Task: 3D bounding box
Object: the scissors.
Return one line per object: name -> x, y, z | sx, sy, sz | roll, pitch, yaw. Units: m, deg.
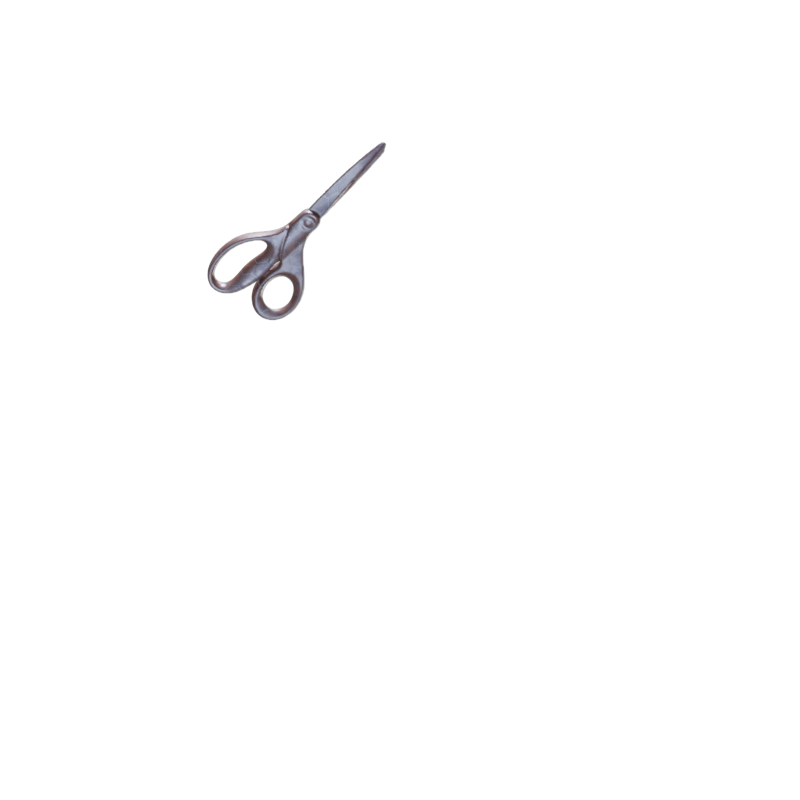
scissors -> -0.077, -0.141, 0.986 | 0.202, 0.091, 0.017 | -28, 22, 12
